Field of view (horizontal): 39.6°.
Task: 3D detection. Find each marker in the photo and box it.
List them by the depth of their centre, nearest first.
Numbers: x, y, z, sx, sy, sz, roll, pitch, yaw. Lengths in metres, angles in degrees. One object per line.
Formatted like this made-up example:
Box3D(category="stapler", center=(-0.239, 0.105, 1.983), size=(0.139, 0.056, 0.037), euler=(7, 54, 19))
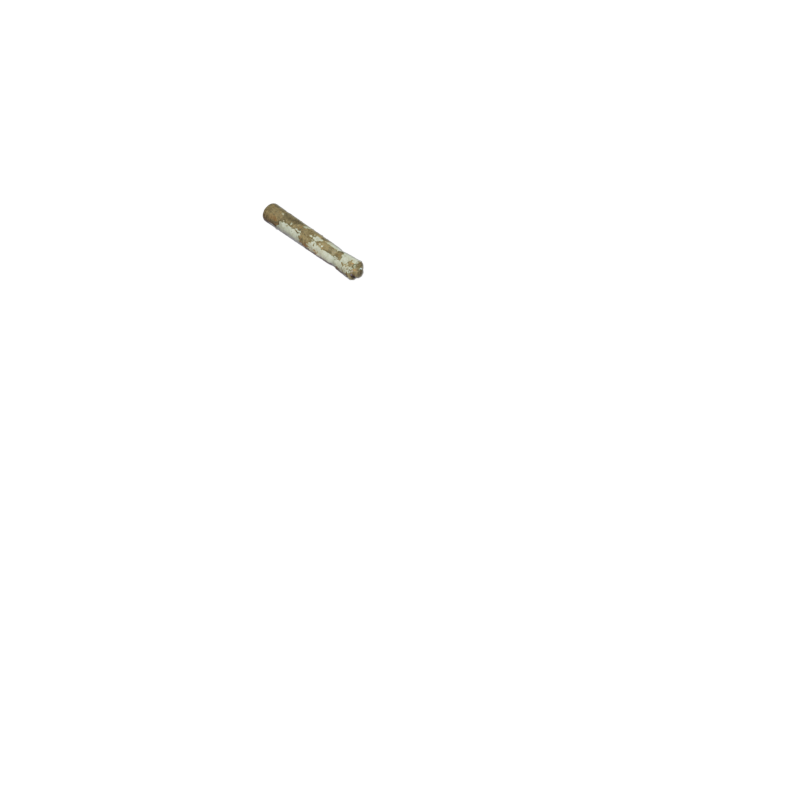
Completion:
Box3D(category="marker", center=(-0.076, -0.138, 0.969), size=(0.019, 0.019, 0.130), euler=(-3, 32, -47))
